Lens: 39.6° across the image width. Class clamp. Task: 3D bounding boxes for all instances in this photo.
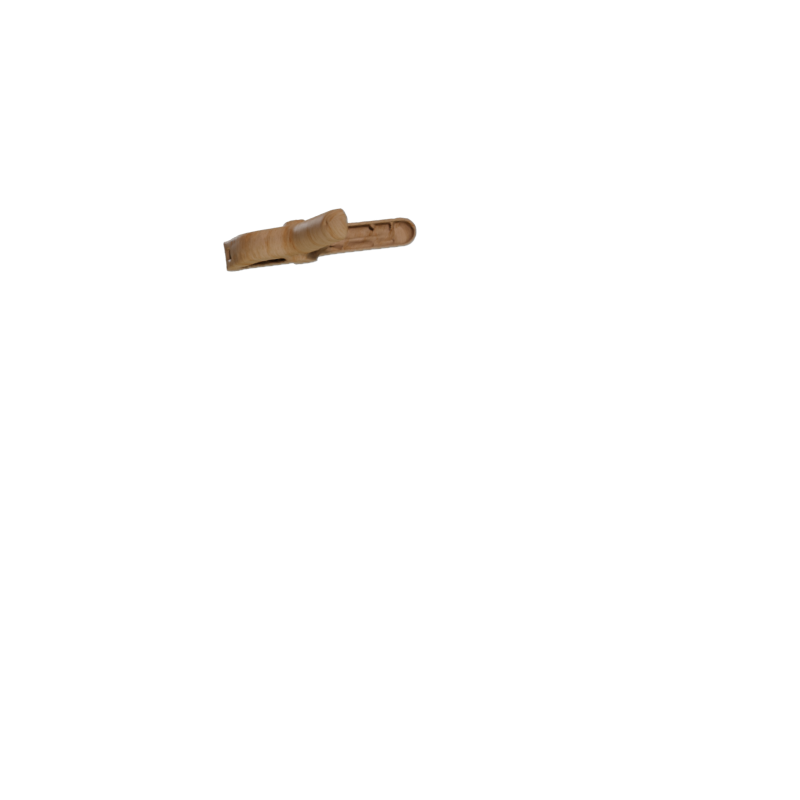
[{"bbox_3d":[-0.075,-0.136,0.954,0.177,0.040,0.114,-3,-4,42],"label":"clamp"}]
